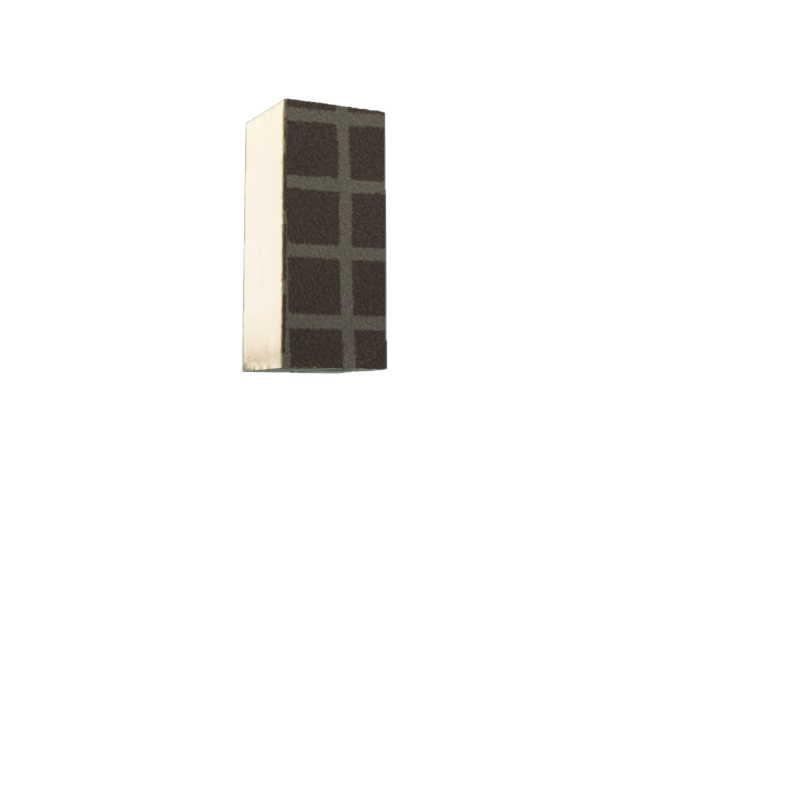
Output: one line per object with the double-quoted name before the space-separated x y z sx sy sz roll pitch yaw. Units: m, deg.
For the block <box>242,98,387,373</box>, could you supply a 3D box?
"block" -0.070 -0.127 0.891 0.088 0.210 0.091 3 -9 -27
